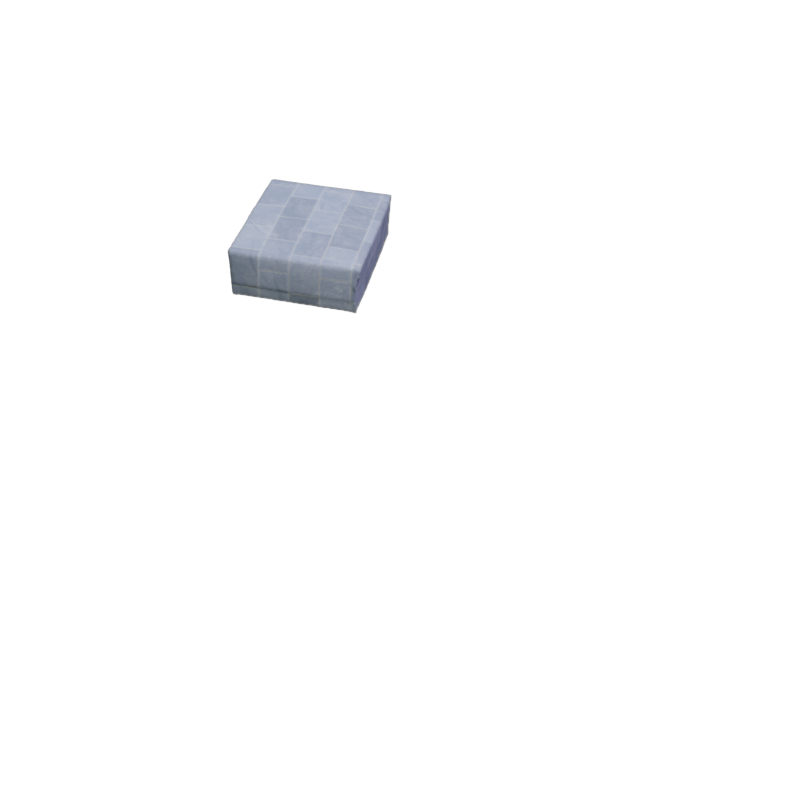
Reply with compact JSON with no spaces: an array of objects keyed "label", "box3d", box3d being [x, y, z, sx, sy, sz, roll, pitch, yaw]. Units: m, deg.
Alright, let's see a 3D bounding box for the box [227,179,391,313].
[{"label":"box","box3d":[-0.060,-0.109,0.765,0.091,0.036,0.119,7,37,9]}]
